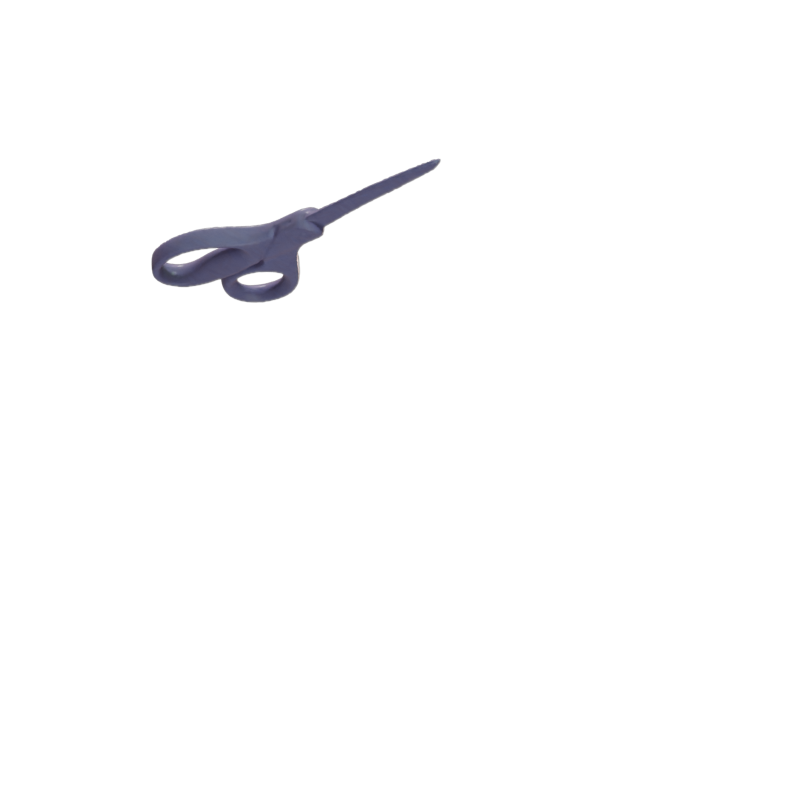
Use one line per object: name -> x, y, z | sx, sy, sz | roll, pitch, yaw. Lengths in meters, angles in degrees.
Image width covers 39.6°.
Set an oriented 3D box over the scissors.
scissors -> -0.049, -0.089, 0.625 | 0.205, 0.017, 0.090 | -10, -21, 28
